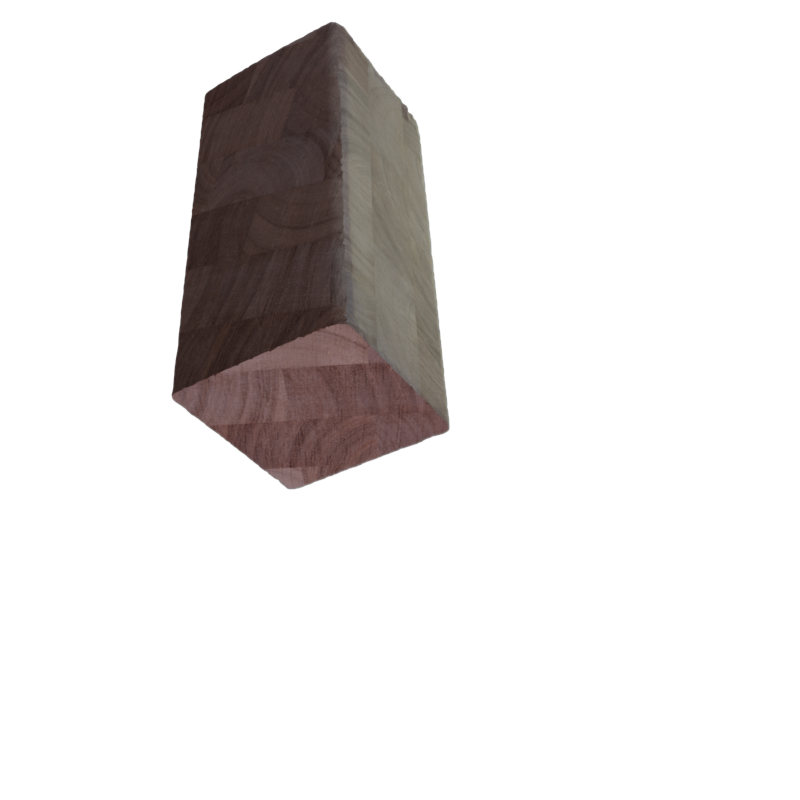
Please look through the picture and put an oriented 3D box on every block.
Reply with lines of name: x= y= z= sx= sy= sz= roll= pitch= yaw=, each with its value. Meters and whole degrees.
block: x=-0.042 y=-0.078 z=0.545 sx=0.090 sy=0.221 sz=0.084 roll=-24 pitch=-45 yaw=22
